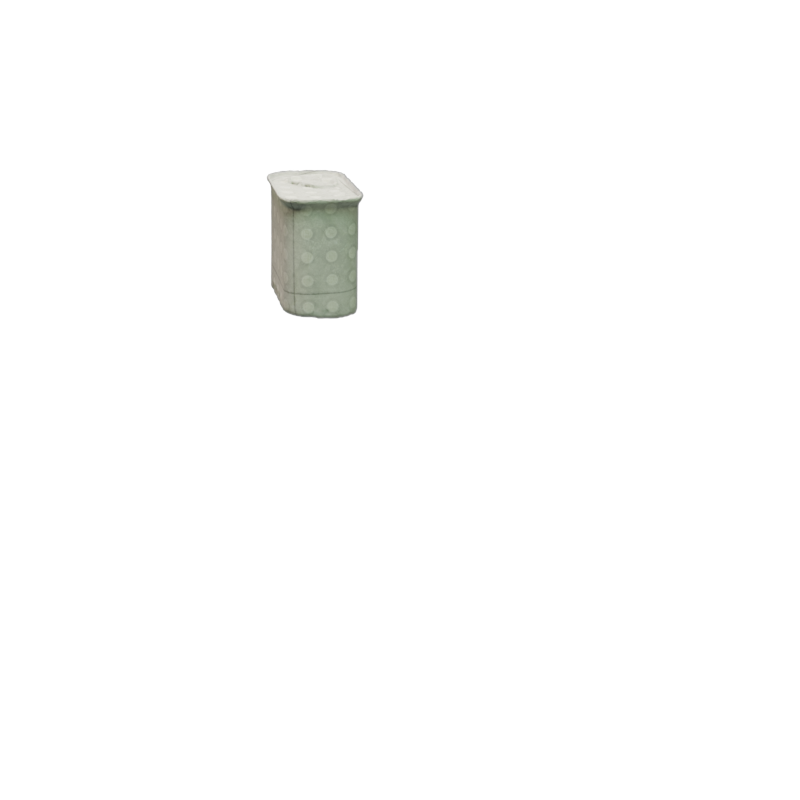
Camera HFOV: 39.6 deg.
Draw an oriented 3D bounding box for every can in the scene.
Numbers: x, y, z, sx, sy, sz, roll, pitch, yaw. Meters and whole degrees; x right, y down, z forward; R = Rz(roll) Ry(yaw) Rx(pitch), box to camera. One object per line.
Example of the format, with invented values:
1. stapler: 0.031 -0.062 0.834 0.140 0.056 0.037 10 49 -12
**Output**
1. can: -0.061 -0.111 0.780 0.057 0.081 0.107 -3 20 -12
